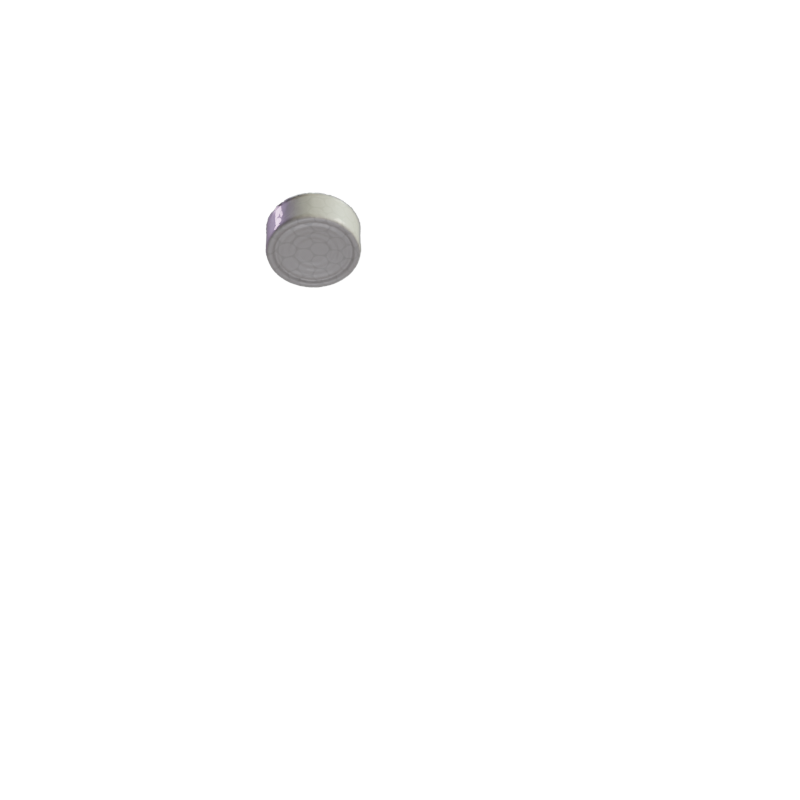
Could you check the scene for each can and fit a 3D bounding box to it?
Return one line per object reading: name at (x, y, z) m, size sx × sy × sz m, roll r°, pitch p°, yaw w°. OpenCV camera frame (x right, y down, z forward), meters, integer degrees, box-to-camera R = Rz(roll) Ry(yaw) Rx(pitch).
can at (-0.077, -0.141, 0.989) m, size 0.086 × 0.080 × 0.036 m, roll 1°, pitch 44°, yaw -1°
